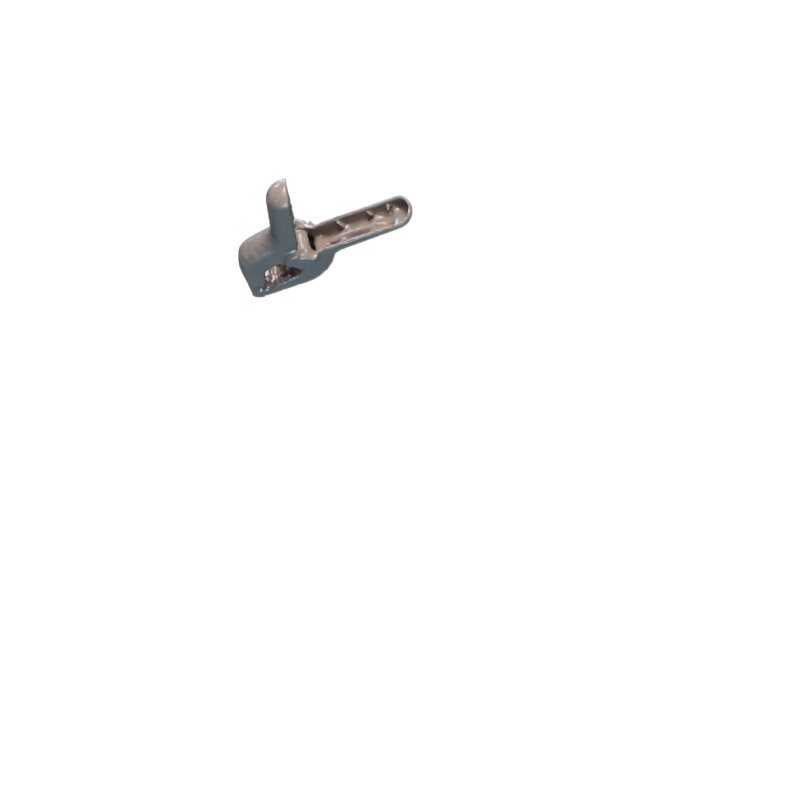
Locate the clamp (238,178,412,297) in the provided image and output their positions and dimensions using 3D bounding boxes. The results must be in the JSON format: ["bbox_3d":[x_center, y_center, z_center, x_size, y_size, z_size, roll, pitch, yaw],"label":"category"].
[{"bbox_3d":[-0.069,-0.127,0.887,0.117,0.041,0.168,7,-19,-21],"label":"clamp"}]
